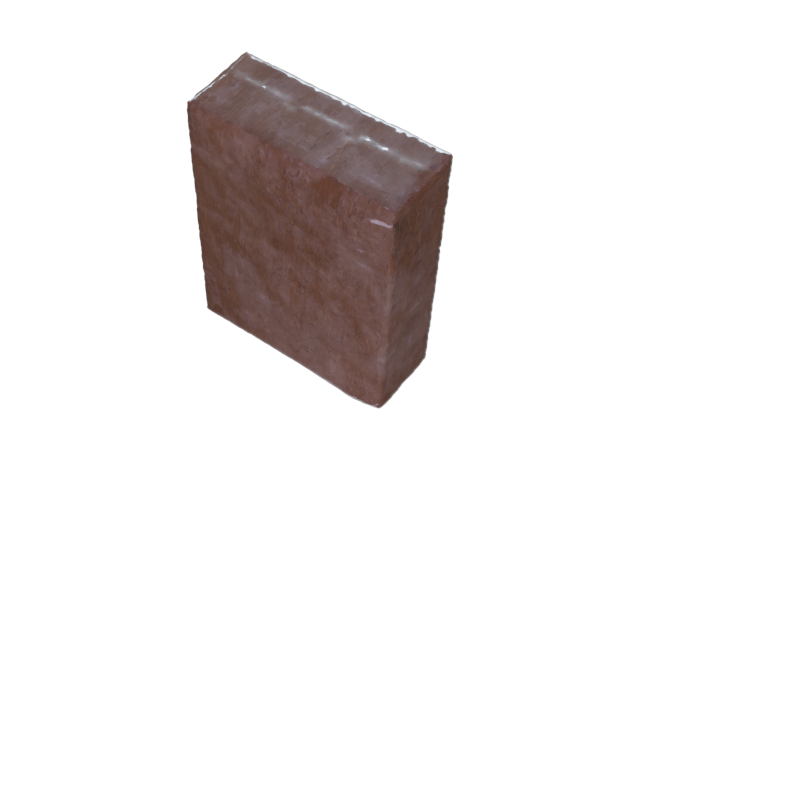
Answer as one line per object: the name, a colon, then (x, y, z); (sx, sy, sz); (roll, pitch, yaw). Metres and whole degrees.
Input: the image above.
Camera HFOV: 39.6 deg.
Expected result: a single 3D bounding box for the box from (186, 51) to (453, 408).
box: (-0.059, -0.108, 0.758); (0.172, 0.073, 0.200); (32, -32, 19)
